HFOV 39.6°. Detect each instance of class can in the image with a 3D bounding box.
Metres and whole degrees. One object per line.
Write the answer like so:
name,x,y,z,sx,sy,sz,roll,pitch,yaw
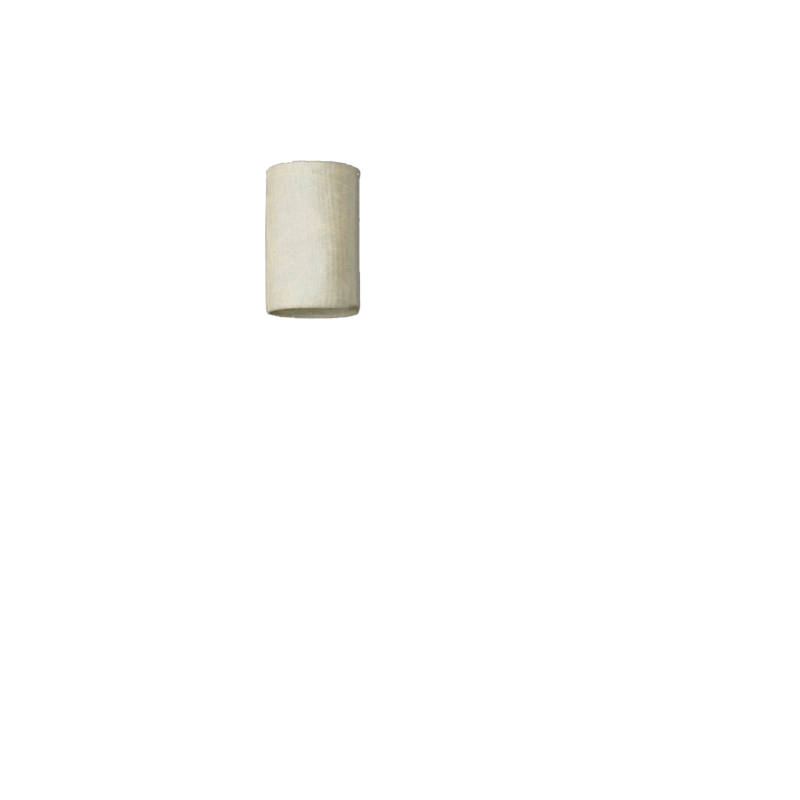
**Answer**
can,-0.061,-0.112,0.782,0.068,0.105,0.067,0,-8,-2
